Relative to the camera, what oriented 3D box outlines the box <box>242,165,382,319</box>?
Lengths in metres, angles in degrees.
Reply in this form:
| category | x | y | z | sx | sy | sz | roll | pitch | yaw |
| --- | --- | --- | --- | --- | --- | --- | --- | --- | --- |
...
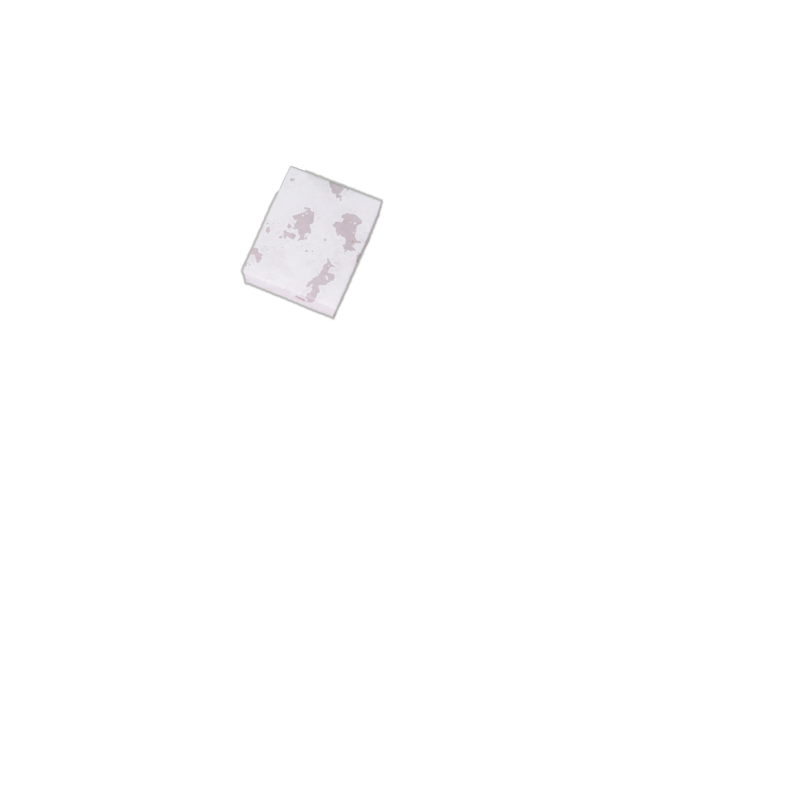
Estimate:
| category | x | y | z | sx | sy | sz | roll | pitch | yaw |
| --- | --- | --- | --- | --- | --- | --- | --- | --- | --- |
| box | -0.077 | -0.140 | 0.983 | 0.091 | 0.117 | 0.037 | 20 | -17 | 6 |
